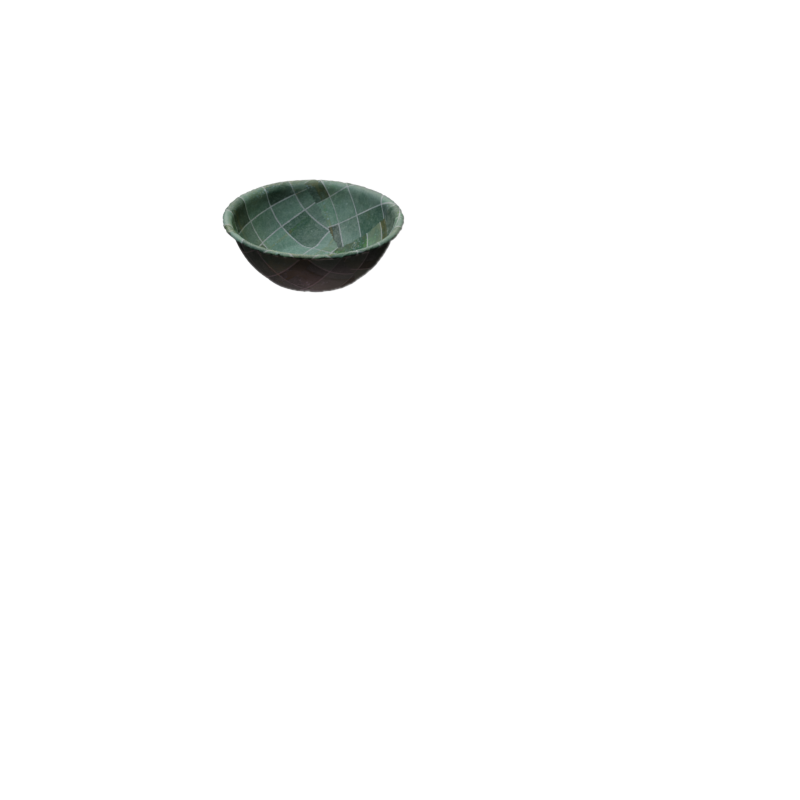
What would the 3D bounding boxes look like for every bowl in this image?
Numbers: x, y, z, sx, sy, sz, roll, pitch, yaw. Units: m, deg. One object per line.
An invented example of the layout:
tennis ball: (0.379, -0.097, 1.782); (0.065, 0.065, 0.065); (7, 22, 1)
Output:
bowl: (-0.078, -0.143, 0.998); (0.162, 0.052, 0.173); (-1, 33, -2)
